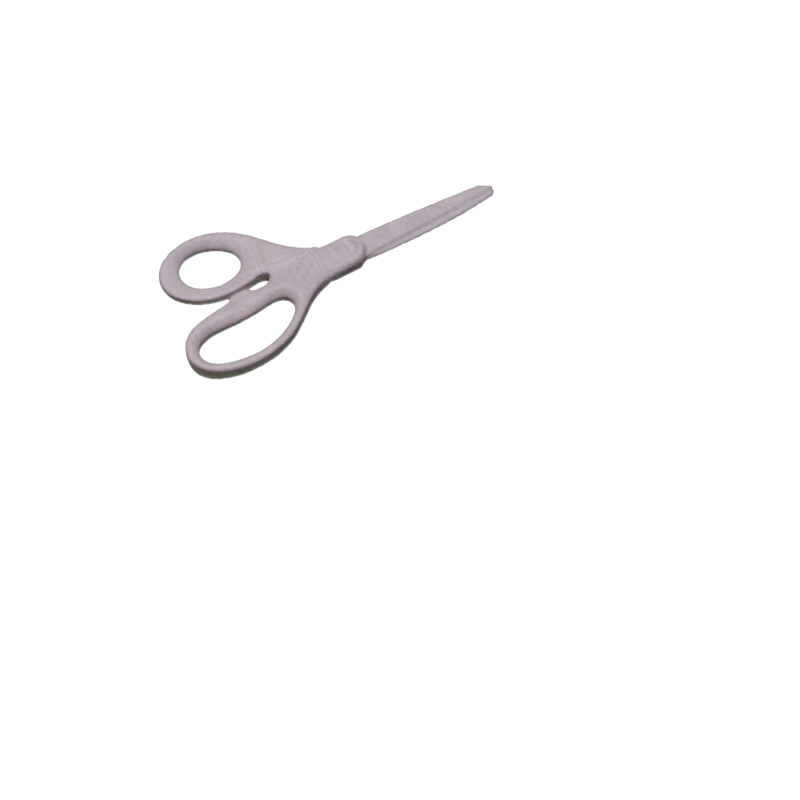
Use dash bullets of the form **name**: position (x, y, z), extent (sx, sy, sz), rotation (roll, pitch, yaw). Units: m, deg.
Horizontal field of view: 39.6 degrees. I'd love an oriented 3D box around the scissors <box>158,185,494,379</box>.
- **scissors**: position (-0.049, -0.089, 0.620), extent (0.102, 0.204, 0.015), rotation (38, -26, 22)
